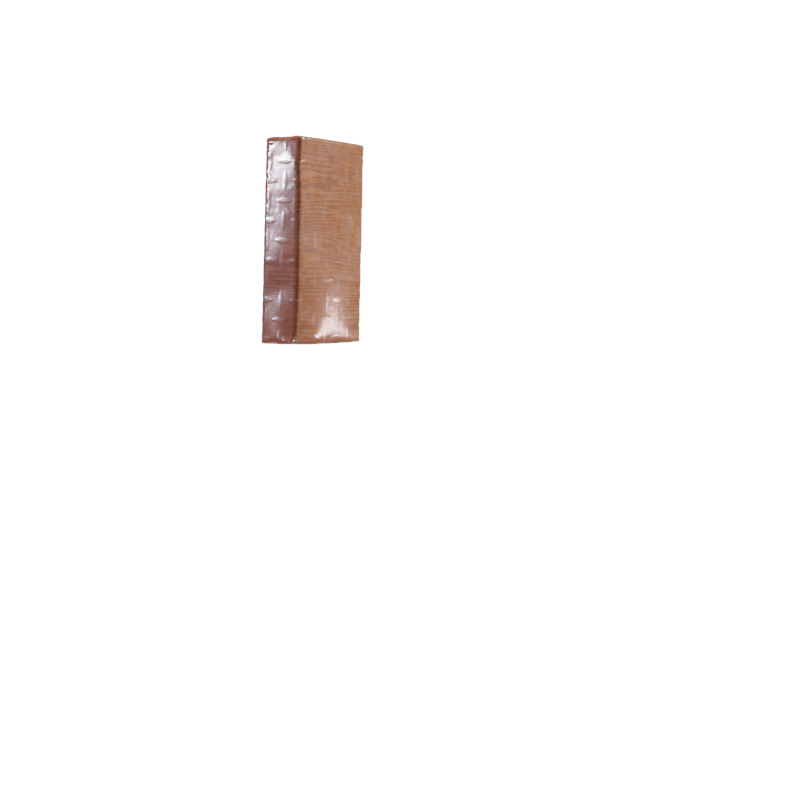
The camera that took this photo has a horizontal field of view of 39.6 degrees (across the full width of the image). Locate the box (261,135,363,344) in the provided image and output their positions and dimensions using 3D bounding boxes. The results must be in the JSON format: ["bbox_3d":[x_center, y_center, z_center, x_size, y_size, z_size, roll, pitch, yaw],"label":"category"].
[{"bbox_3d":[-0.076,-0.138,0.966,0.050,0.177,0.090,-2,-2,36],"label":"box"}]
